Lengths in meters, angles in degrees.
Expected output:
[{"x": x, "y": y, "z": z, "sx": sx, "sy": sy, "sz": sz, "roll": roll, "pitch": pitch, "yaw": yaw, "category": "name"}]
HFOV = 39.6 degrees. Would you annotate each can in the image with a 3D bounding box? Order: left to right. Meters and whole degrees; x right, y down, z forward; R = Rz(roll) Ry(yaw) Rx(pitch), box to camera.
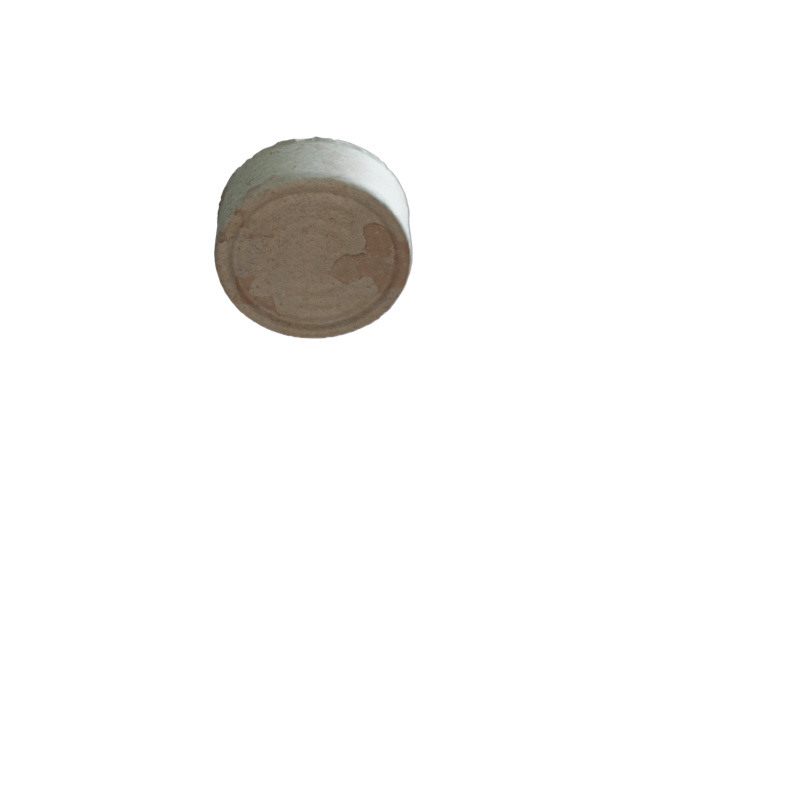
[{"x": -0.038, "y": -0.069, "z": 0.481, "sx": 0.086, "sy": 0.080, "sz": 0.036, "roll": 1, "pitch": 37, "yaw": -1, "category": "can"}]
